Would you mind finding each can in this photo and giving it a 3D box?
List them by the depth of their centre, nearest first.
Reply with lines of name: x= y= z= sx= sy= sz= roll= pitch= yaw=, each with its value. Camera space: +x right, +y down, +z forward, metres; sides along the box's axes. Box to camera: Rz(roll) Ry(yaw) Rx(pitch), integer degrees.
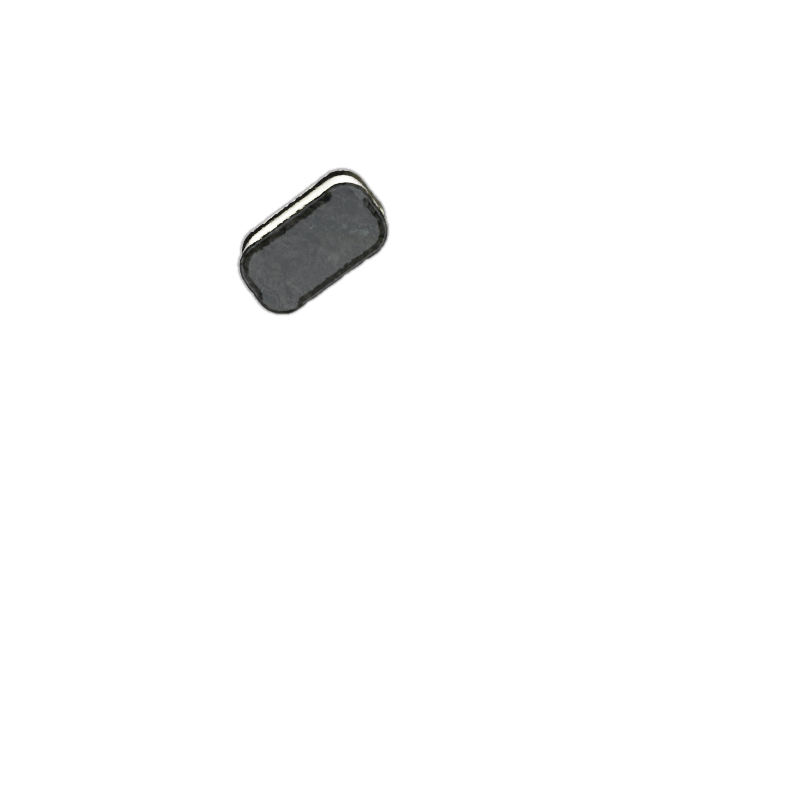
can: x=-0.057 y=-0.104 z=0.728 sx=0.102 sy=0.056 sz=0.086 roll=-36 pitch=11 yaw=4
